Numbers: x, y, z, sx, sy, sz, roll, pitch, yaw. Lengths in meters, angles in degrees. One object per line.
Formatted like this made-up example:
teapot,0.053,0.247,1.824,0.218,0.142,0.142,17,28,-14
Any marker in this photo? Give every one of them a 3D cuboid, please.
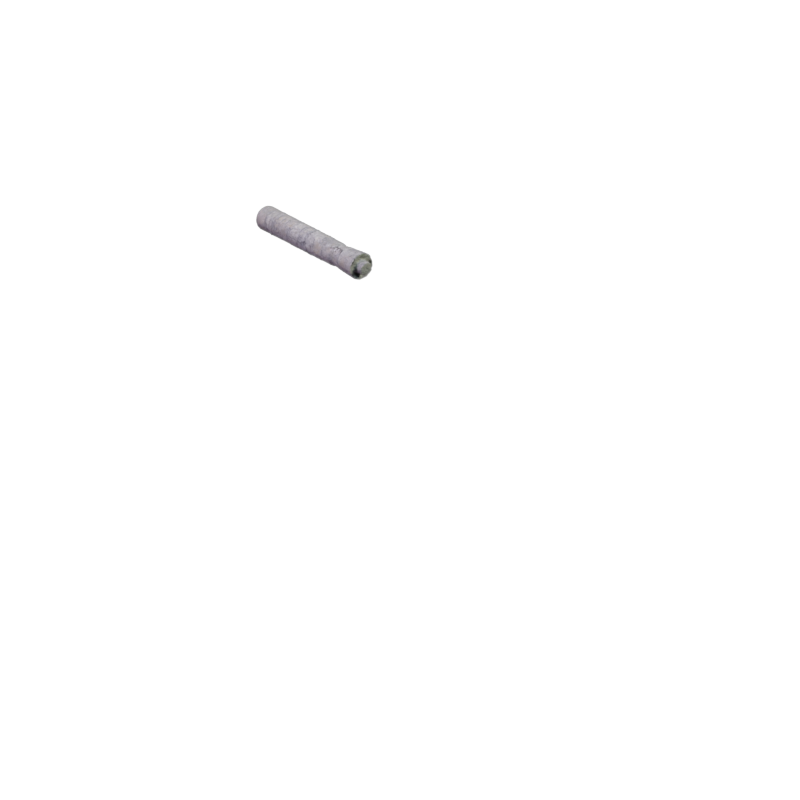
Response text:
marker,-0.060,-0.110,0.772,0.019,0.019,0.130,-3,24,-39
